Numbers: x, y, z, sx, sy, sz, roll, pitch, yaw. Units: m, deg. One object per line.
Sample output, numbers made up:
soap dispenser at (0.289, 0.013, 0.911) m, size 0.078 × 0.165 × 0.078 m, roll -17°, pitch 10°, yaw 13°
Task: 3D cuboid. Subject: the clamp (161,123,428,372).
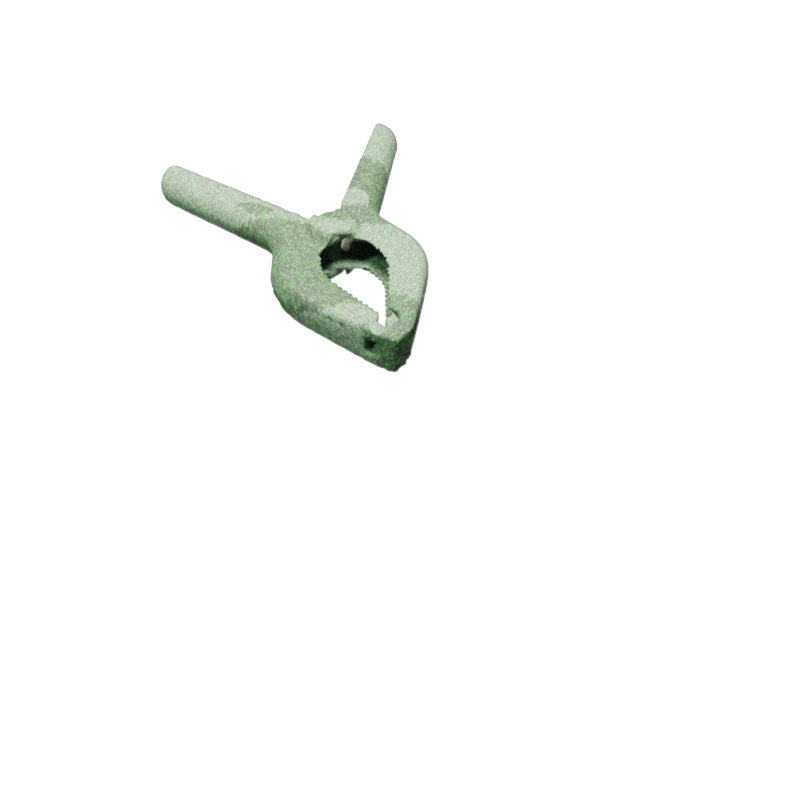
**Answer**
clamp at (-0.053, -0.097, 0.681) m, size 0.163 × 0.034 × 0.227 m, roll -12°, pitch 46°, yaw -12°
